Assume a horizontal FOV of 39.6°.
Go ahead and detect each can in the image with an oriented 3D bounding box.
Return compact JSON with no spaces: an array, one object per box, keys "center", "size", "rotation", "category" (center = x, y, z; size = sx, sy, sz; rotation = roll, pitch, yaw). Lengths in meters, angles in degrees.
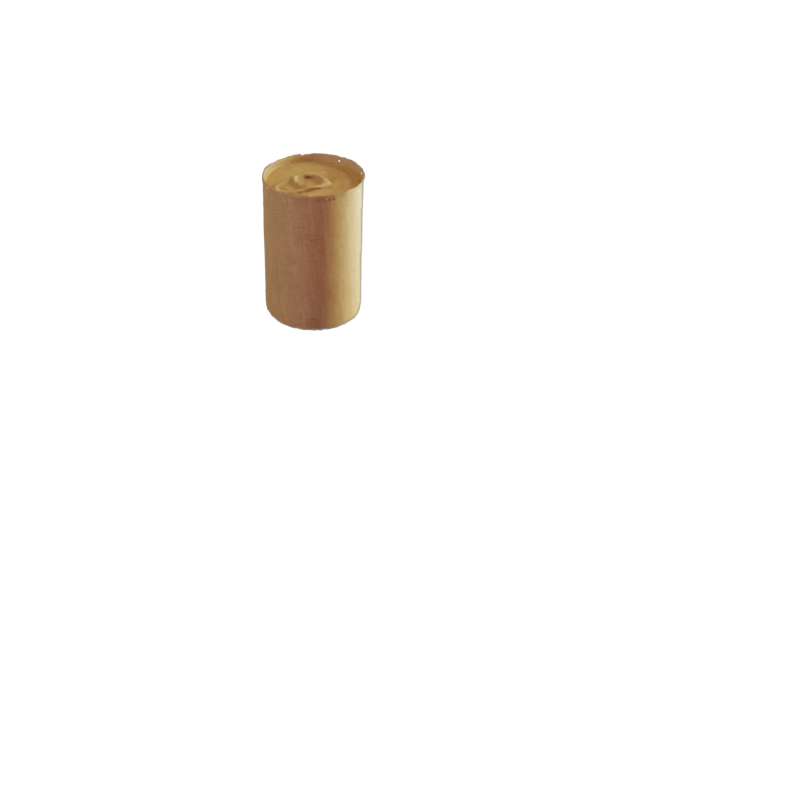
[{"center":[-0.059,-0.107,0.751],"size":[0.068,0.096,0.073],"rotation":[0,32,-3],"category":"can"}]
